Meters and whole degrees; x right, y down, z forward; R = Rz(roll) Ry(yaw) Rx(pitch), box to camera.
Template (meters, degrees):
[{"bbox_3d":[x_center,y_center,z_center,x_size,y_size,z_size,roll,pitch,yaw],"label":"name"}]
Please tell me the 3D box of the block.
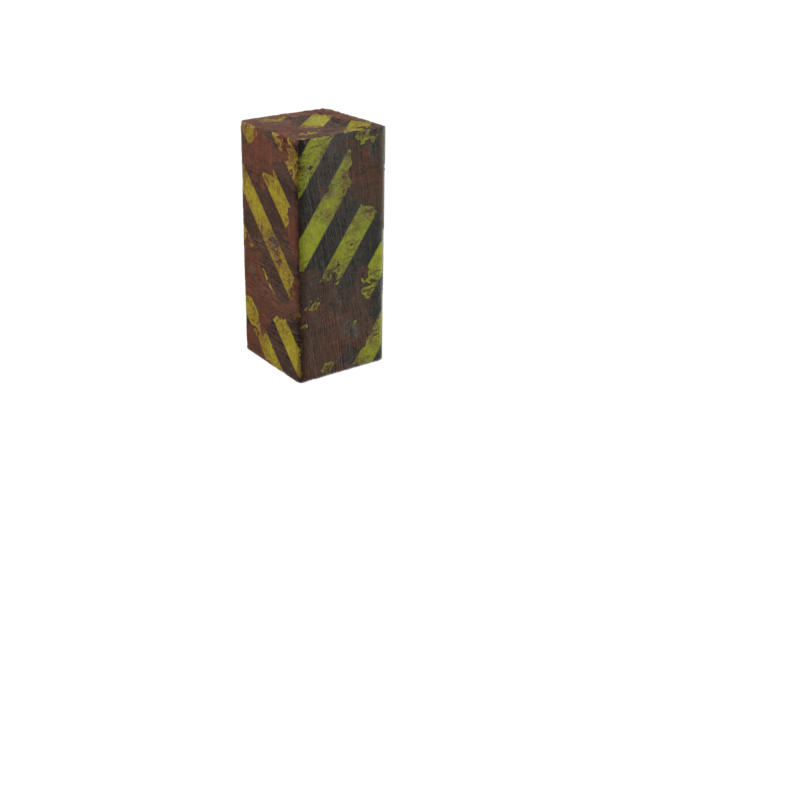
[{"bbox_3d":[-0.074,-0.134,0.938,0.088,0.197,0.097,-14,26,-34],"label":"block"}]
